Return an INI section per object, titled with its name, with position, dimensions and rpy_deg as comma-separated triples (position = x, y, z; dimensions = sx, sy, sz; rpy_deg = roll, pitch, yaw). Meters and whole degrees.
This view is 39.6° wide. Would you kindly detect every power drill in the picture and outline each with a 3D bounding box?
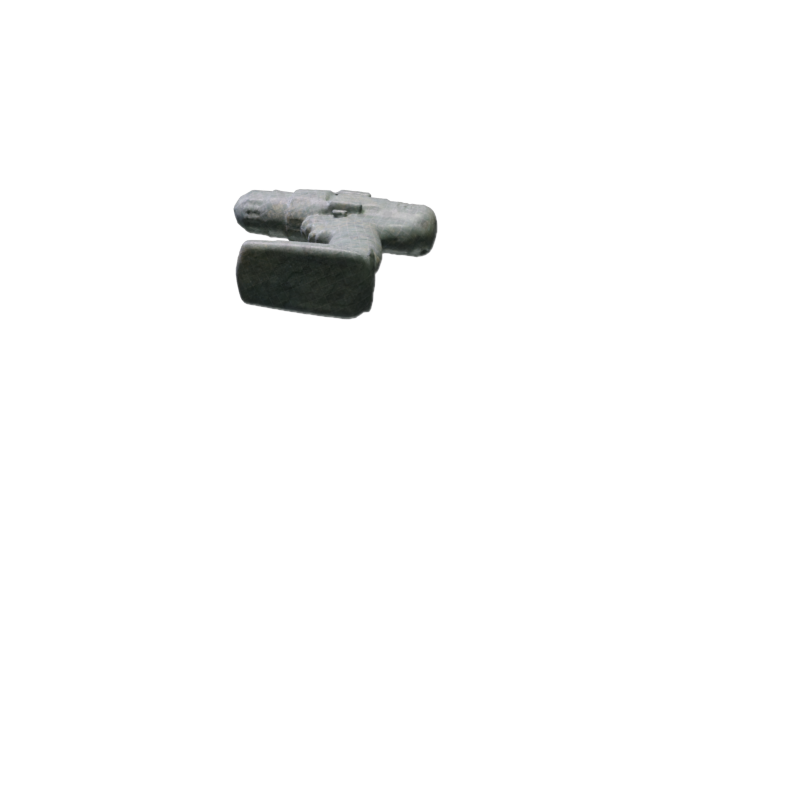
[power drill]
position = -0.072, -0.132, 0.922
dimensions = 0.188, 0.055, 0.193
rpy_deg = 6, 26, 12
